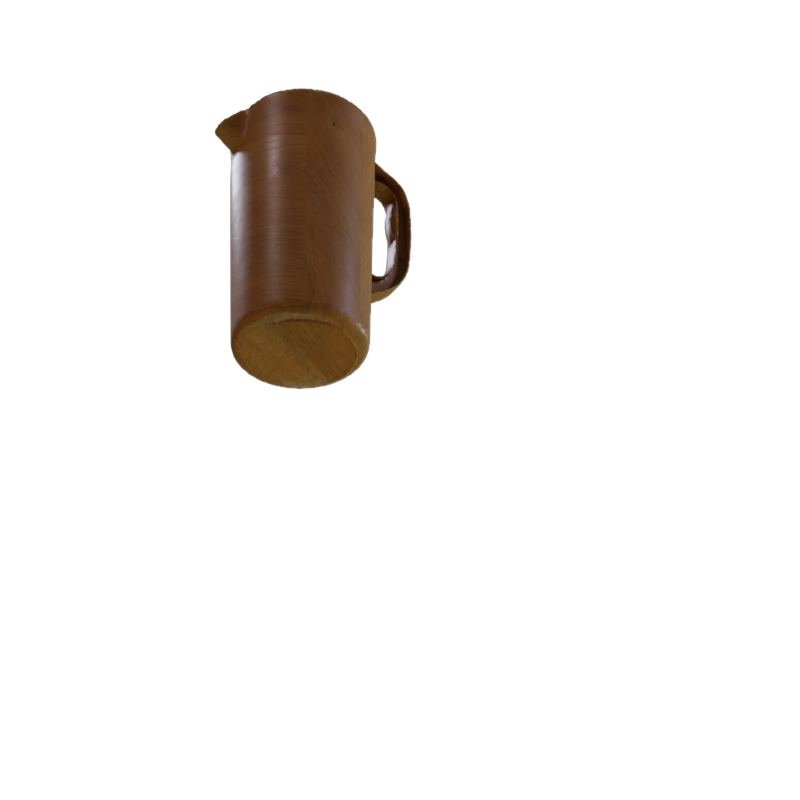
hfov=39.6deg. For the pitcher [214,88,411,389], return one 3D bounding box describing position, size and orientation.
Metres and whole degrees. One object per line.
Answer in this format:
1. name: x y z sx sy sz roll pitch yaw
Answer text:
1. pitcher: -0.073 -0.133 0.930 0.150 0.261 0.134 -10 -38 10
